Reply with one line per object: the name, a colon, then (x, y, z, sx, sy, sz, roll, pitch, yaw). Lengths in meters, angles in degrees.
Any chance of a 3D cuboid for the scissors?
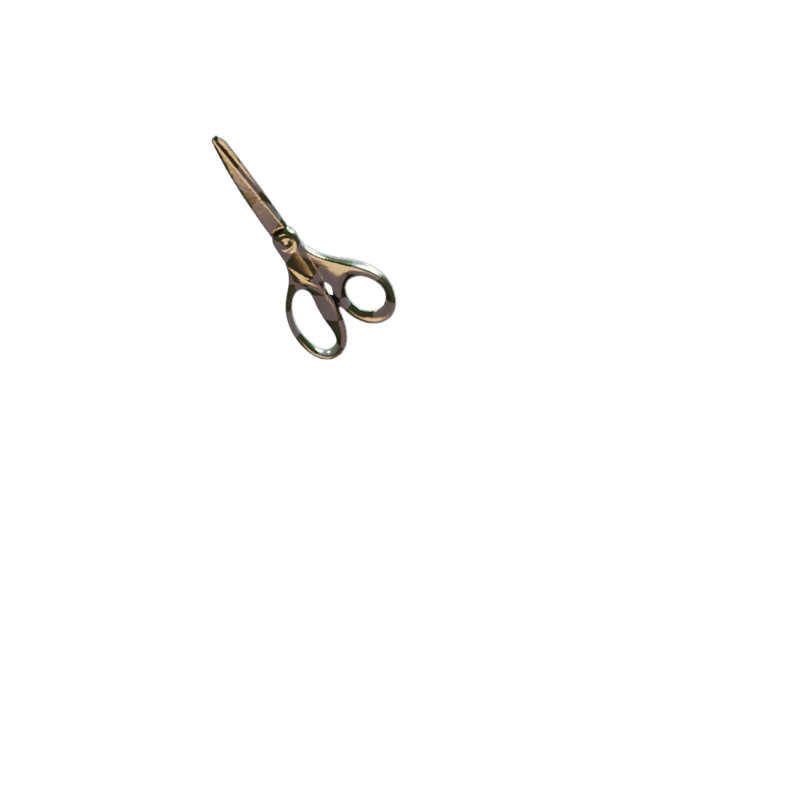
scissors: (-0.066, -0.120, 0.838, 0.097, 0.190, 0.017, -14, 26, 7)
